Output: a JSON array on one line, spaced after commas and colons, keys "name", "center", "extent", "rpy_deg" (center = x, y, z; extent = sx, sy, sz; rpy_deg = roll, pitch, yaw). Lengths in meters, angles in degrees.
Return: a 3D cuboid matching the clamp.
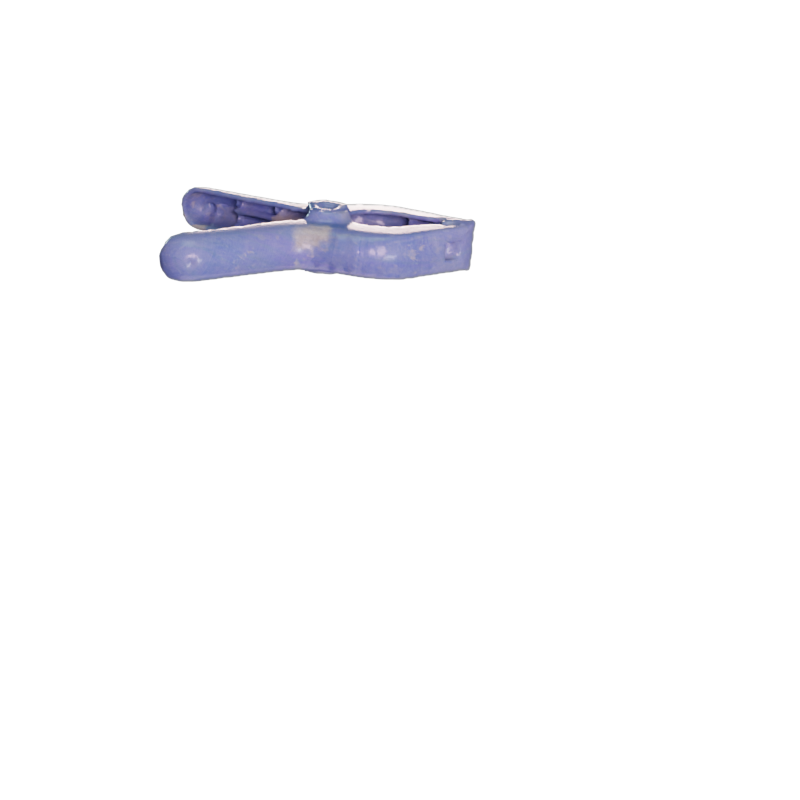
[{"name": "clamp", "center": [-0.047, -0.085, 0.596], "extent": [0.173, 0.037, 0.126], "rpy_deg": [3, 28, 6]}]
